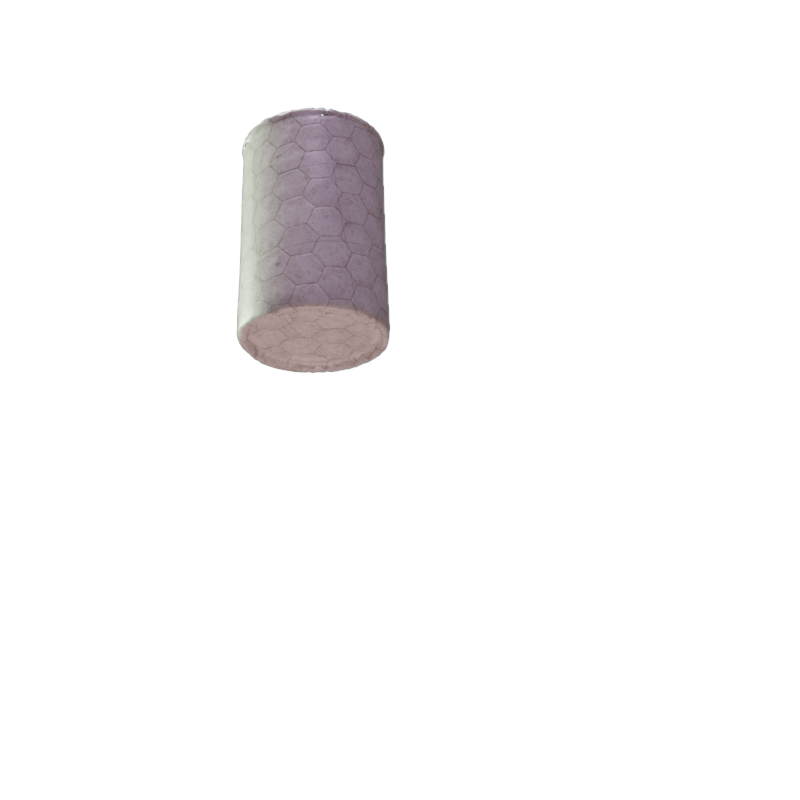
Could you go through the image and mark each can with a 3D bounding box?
[{"bbox_3d":[-0.039,-0.072,0.505,0.068,0.109,0.064,0,-28,-2],"label":"can"}]
